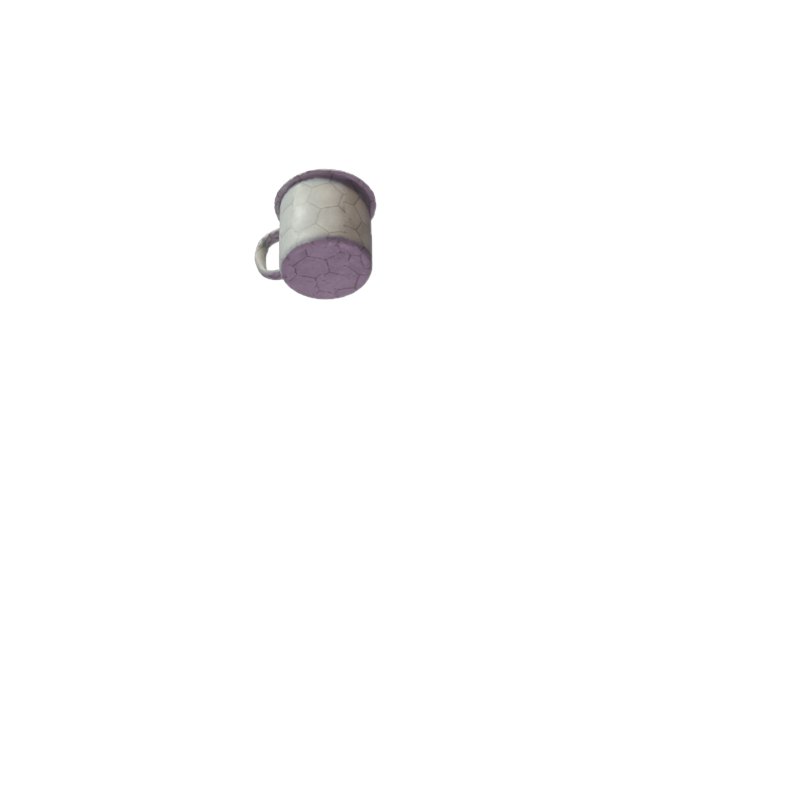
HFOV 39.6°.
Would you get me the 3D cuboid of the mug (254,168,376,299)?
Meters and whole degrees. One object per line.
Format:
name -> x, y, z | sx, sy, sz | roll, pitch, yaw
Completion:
mug -> -0.077, -0.141, 0.985 | 0.118, 0.087, 0.086 | -16, -41, 18
